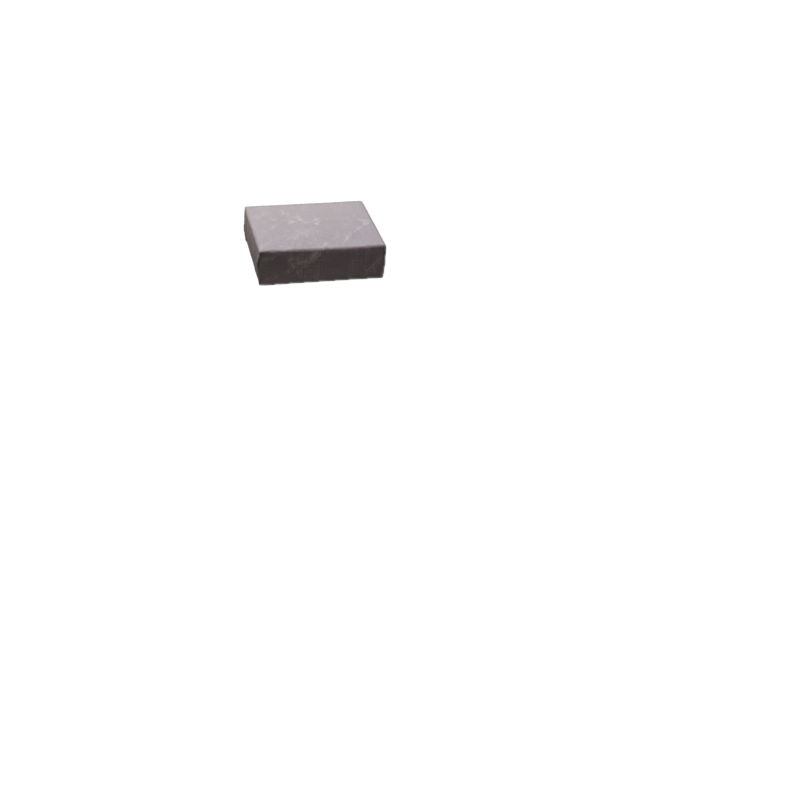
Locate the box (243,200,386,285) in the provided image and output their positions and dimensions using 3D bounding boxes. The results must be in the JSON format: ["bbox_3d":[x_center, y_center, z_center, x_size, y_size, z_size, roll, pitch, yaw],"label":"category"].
[{"bbox_3d":[-0.077,-0.140,0.979,0.112,0.037,0.097,-7,33,-11],"label":"box"}]
